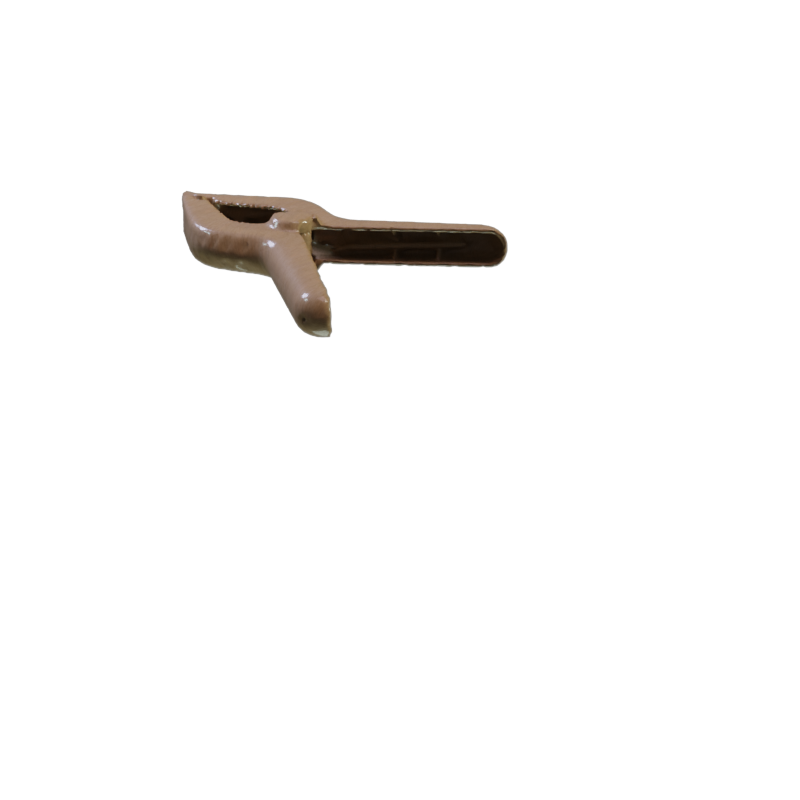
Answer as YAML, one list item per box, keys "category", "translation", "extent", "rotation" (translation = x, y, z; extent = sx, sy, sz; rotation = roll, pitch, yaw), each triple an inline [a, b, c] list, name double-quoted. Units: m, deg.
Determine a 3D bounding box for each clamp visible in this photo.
- category: "clamp"
  translation: [-0.053, -0.096, 0.674]
  extent: [0.162, 0.035, 0.224]
  rotation: [-20, 31, -37]
